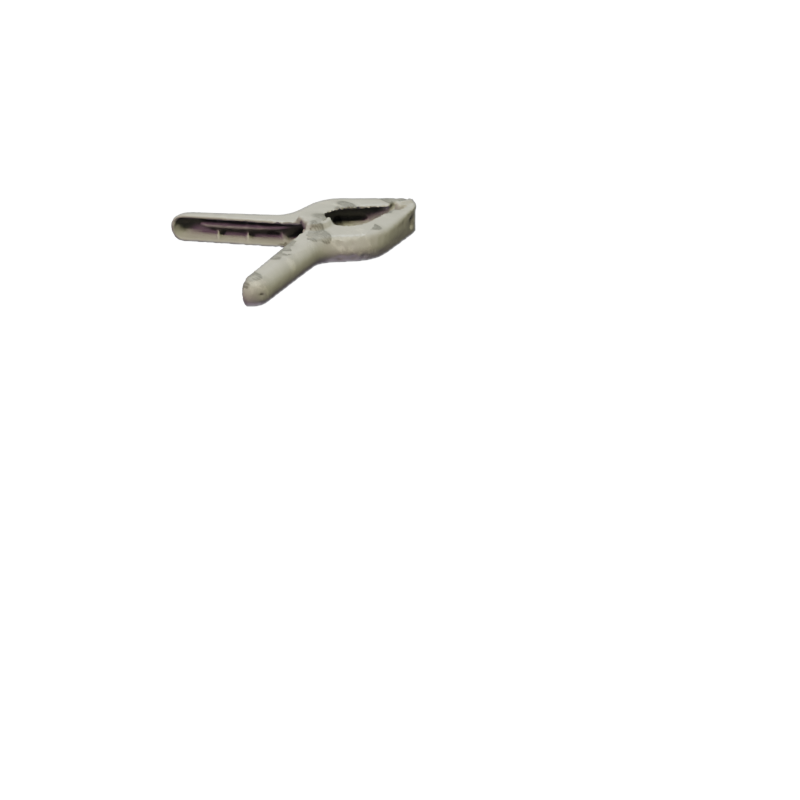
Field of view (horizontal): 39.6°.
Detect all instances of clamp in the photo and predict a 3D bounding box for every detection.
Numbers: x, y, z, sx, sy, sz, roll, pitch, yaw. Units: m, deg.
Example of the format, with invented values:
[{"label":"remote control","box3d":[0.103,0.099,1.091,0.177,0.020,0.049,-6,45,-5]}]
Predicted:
[{"label":"clamp","box3d":[-0.074,-0.134,0.941,0.206,0.034,0.177,-12,33,-19]}]
